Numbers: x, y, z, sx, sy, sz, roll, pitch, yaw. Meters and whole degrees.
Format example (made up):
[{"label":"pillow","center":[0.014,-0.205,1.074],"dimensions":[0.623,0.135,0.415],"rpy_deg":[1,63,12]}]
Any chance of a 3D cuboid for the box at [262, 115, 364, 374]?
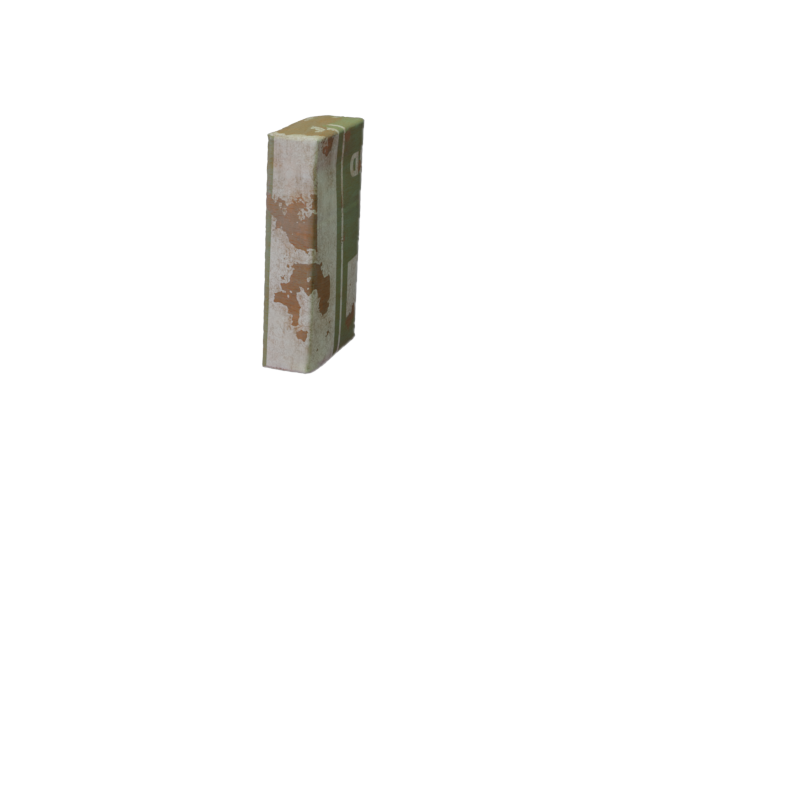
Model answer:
[{"label":"box","center":[-0.064,-0.117,0.819],"dimensions":[0.049,0.170,0.094],"rpy_deg":[7,18,19]}]
